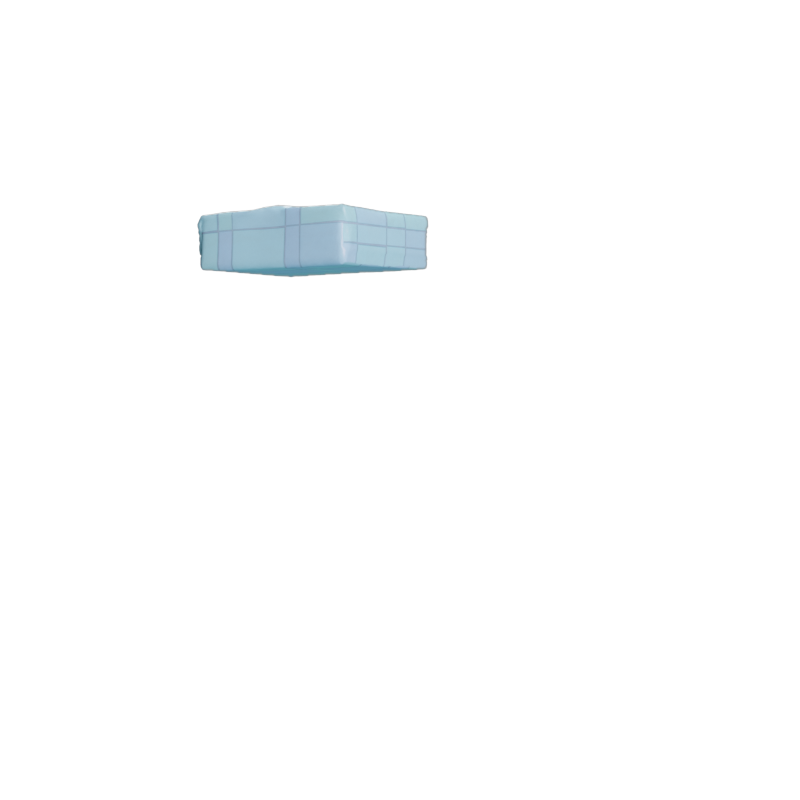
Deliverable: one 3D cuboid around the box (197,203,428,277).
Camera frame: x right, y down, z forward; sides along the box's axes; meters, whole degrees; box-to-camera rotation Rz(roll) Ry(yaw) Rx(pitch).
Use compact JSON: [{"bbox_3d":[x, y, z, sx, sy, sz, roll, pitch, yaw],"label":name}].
[{"bbox_3d":[-0.043,-0.077,0.542,0.092,0.030,0.070,2,3,35],"label":"box"}]
